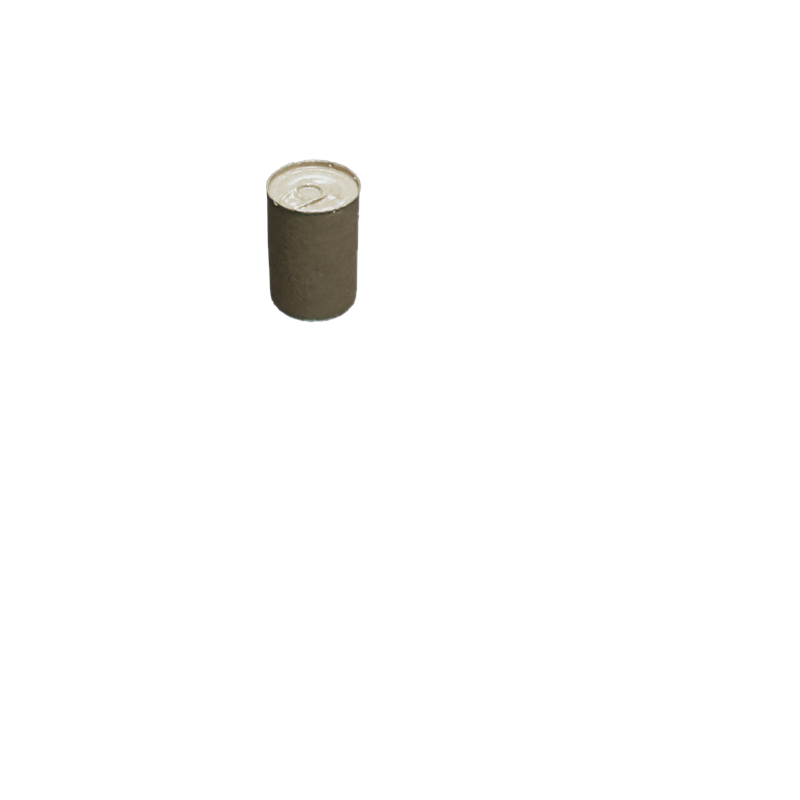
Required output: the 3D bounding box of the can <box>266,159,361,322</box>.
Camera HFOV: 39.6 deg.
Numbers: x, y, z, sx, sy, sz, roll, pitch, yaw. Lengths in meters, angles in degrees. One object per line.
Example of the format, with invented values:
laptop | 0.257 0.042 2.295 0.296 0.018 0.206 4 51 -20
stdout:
can | -0.064 -0.117 0.821 0.068 0.095 0.073 0 40 -3
